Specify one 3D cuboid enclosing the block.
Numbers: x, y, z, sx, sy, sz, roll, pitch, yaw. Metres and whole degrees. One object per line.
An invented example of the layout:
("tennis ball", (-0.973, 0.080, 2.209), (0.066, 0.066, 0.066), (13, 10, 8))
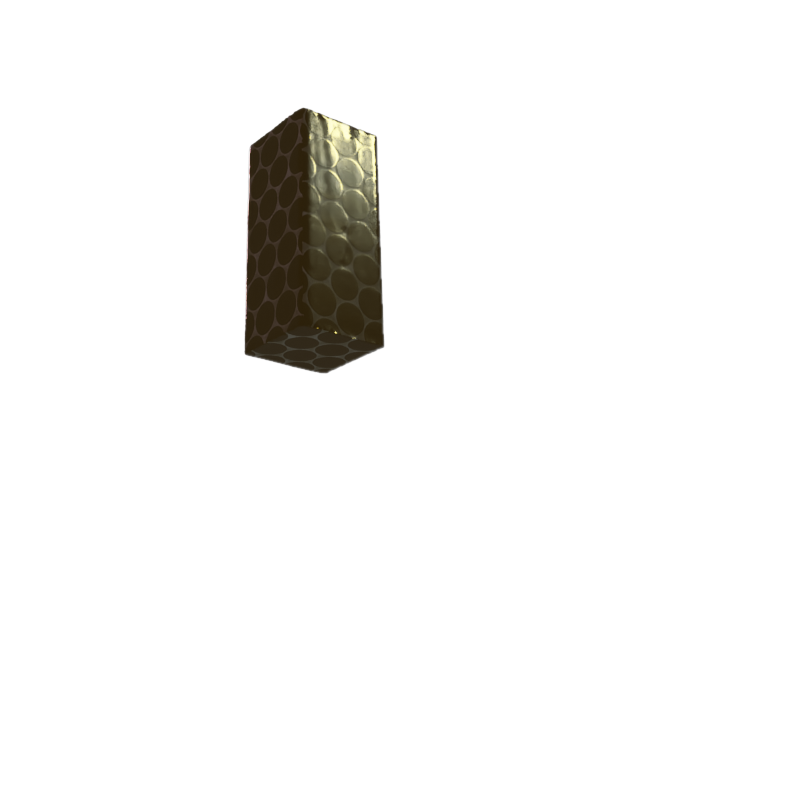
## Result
("block", (-0.078, -0.141, 0.986), (0.085, 0.218, 0.091), (16, -29, -35))
